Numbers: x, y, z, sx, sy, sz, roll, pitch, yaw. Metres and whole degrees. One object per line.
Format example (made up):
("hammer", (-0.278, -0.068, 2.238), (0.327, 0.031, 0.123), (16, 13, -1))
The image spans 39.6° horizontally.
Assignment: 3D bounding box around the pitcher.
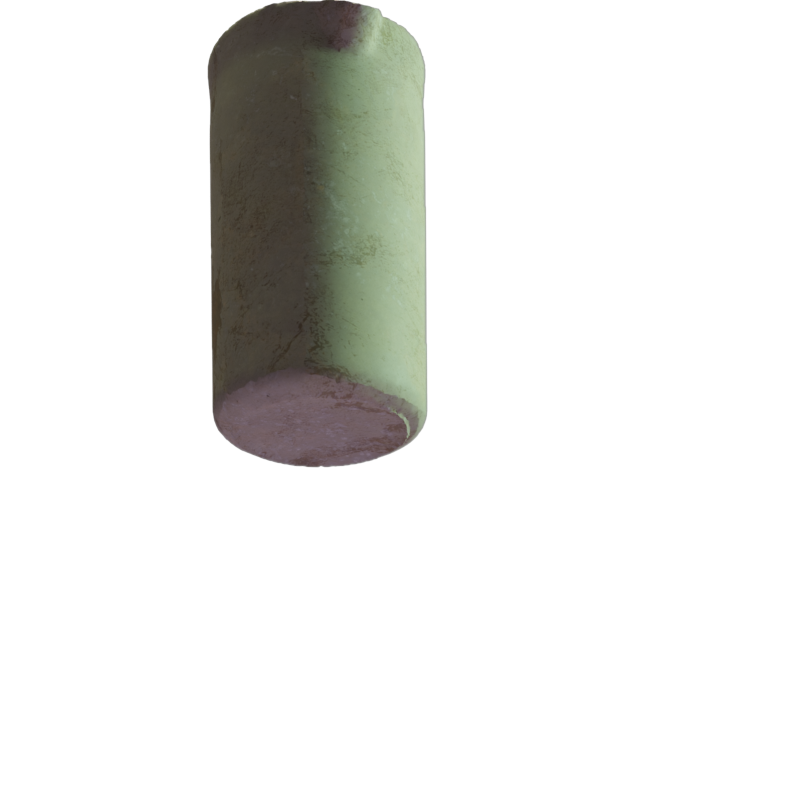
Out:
("pitcher", (-0.049, -0.089, 0.625), (0.147, 0.259, 0.138), (-14, -32, 20))
